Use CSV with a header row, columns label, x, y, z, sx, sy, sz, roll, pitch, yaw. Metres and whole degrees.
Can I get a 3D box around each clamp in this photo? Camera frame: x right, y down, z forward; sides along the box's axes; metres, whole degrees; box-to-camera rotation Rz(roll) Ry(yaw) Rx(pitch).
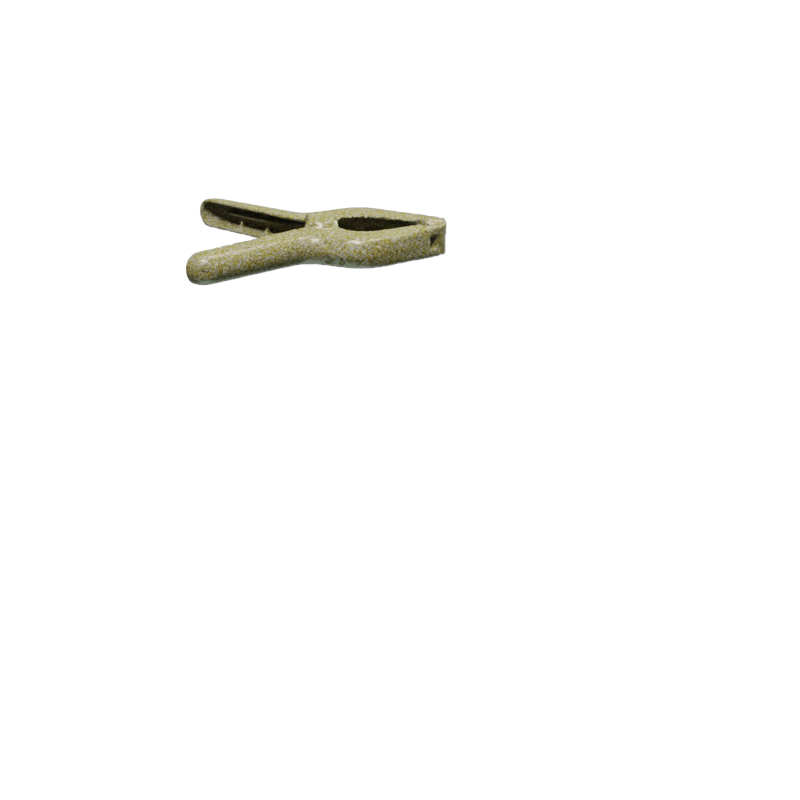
label,x,y,z,sx,sy,sz,roll,pitch,yaw
clamp,-0.069,-0.126,0.879,0.211,0.035,0.172,2,26,3
